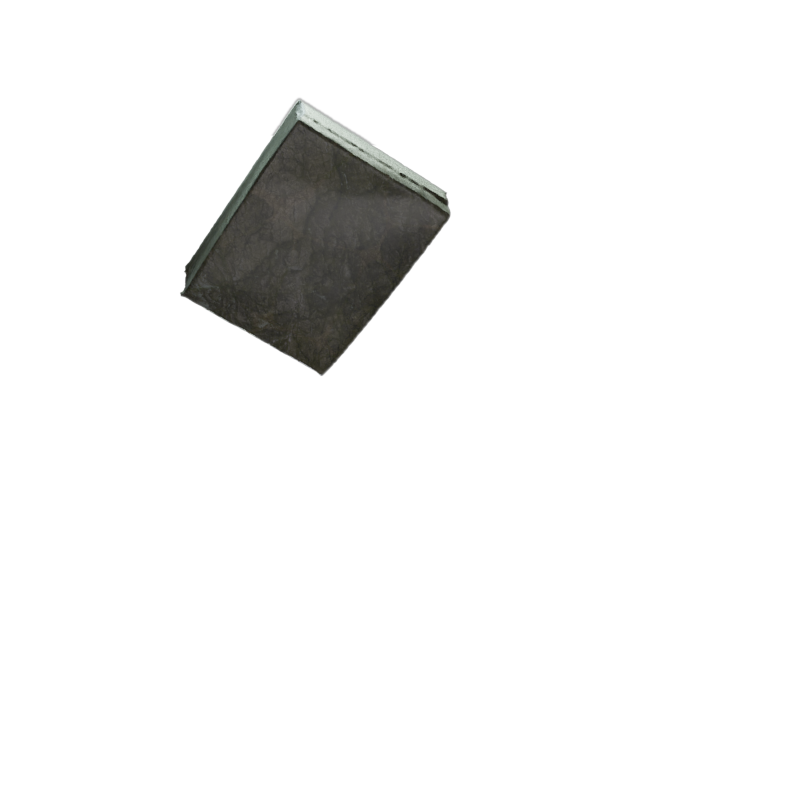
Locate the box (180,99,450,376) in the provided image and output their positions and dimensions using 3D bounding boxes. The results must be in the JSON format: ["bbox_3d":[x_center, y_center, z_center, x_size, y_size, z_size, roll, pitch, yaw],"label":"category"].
[{"bbox_3d":[-0.043,-0.079,0.553,0.087,0.111,0.041,32,20,-14],"label":"box"}]
